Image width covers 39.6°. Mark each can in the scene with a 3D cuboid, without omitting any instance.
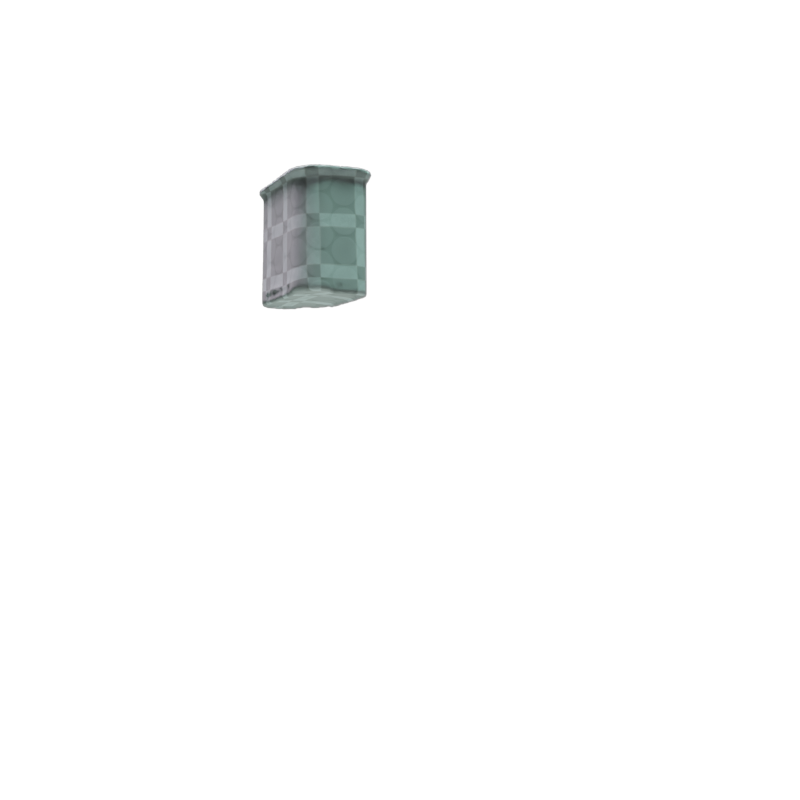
[{"bbox_3d":[-0.060,-0.109,0.761,0.056,0.085,0.103,3,-6,-23],"label":"can"}]
